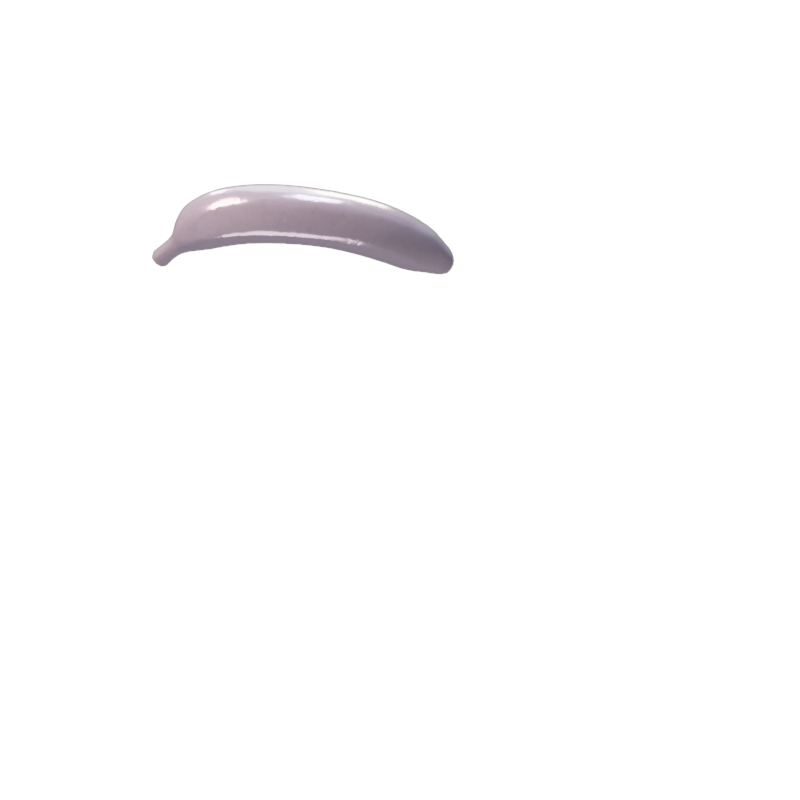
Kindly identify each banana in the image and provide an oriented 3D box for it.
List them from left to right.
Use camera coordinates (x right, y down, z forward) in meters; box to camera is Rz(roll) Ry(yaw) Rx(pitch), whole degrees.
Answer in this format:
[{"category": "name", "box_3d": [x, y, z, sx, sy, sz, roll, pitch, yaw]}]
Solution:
[{"category": "banana", "box_3d": [-0.056, -0.108, 0.703, 0.195, 0.039, 0.067, 3, -20, -8]}]
